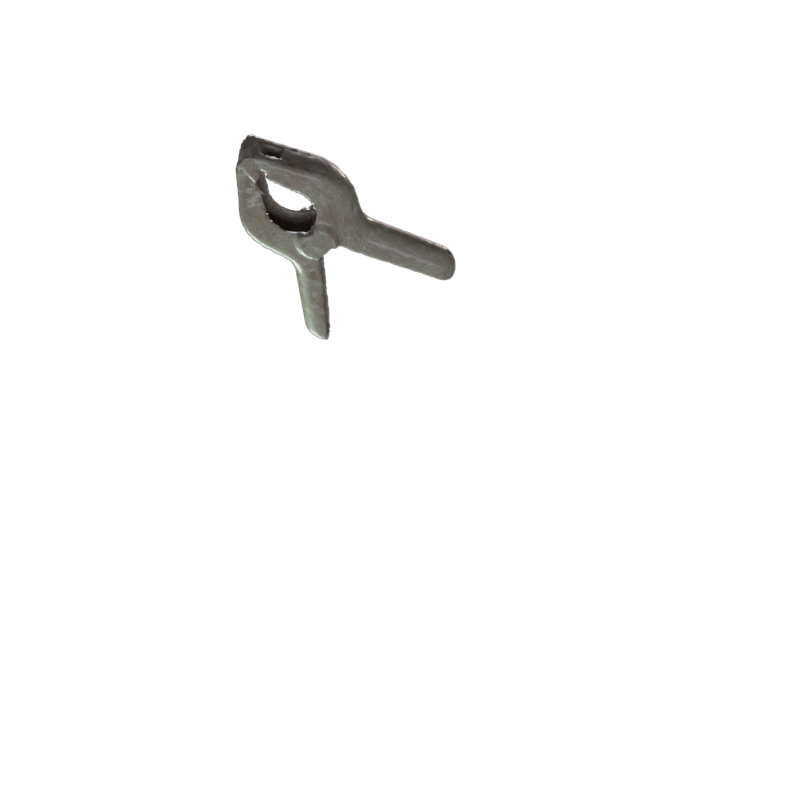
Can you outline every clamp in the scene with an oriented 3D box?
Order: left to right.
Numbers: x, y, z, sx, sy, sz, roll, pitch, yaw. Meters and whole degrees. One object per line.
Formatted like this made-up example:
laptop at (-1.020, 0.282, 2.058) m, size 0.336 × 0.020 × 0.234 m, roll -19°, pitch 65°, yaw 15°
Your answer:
clamp at (-0.059, -0.107, 0.753) m, size 0.119 × 0.042 × 0.162 m, roll -38°, pitch -62°, yaw 25°
